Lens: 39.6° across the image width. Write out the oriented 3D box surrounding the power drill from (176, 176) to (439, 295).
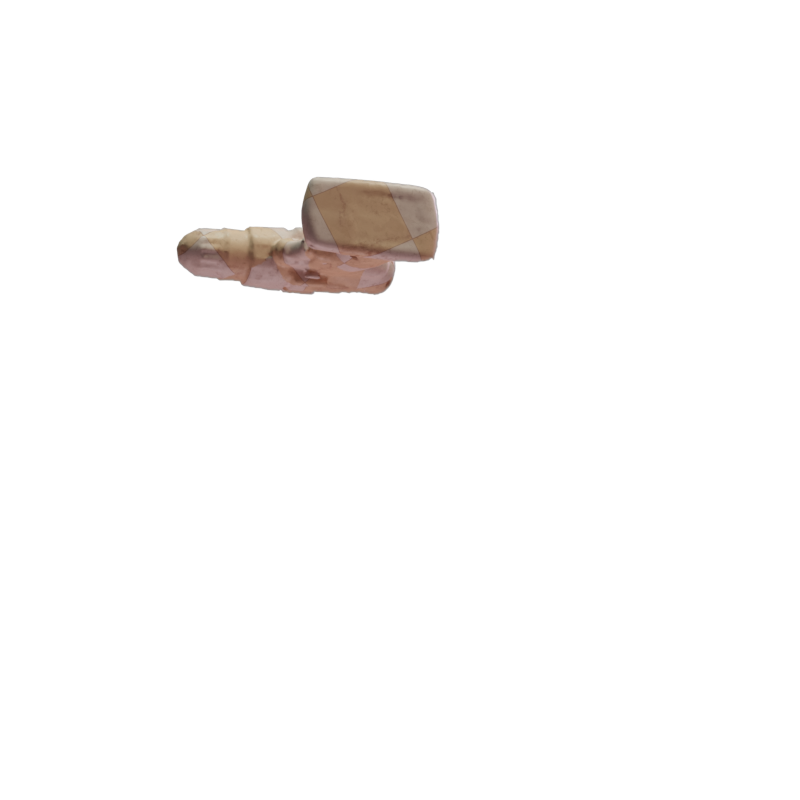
[{"bbox_3d":[-0.067,-0.122,0.857,0.179,0.058,0.189,1,-4,-21],"label":"power drill"}]
